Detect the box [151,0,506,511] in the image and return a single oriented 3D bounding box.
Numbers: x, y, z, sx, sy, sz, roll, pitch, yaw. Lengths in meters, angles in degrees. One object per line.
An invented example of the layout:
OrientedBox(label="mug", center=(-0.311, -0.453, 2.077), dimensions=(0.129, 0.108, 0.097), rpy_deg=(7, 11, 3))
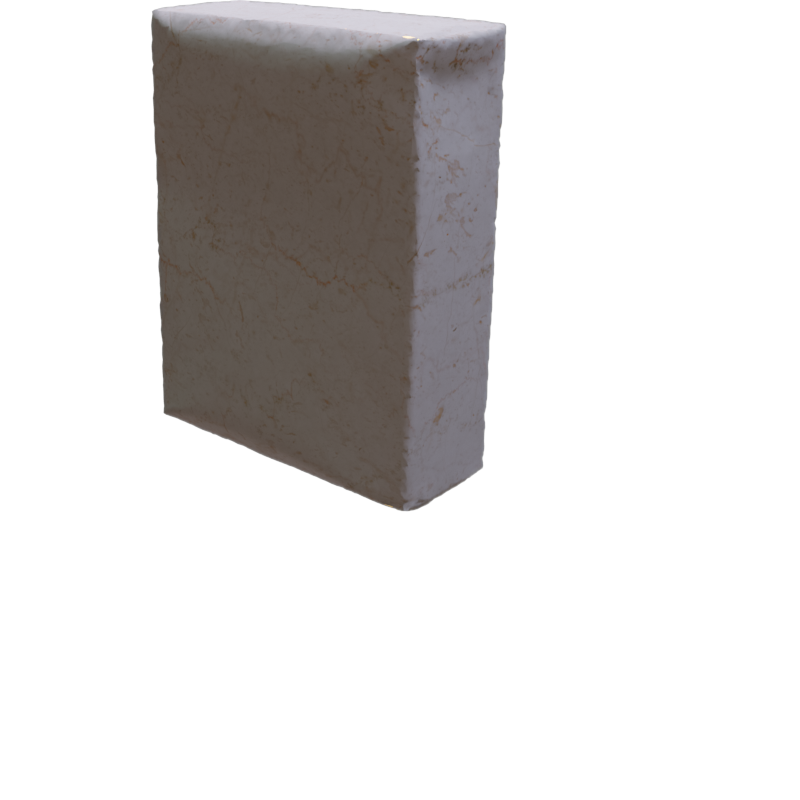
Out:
OrientedBox(label="box", center=(-0.041, -0.075, 0.527), dimensions=(0.173, 0.205, 0.071), rpy_deg=(17, 24, 37))
